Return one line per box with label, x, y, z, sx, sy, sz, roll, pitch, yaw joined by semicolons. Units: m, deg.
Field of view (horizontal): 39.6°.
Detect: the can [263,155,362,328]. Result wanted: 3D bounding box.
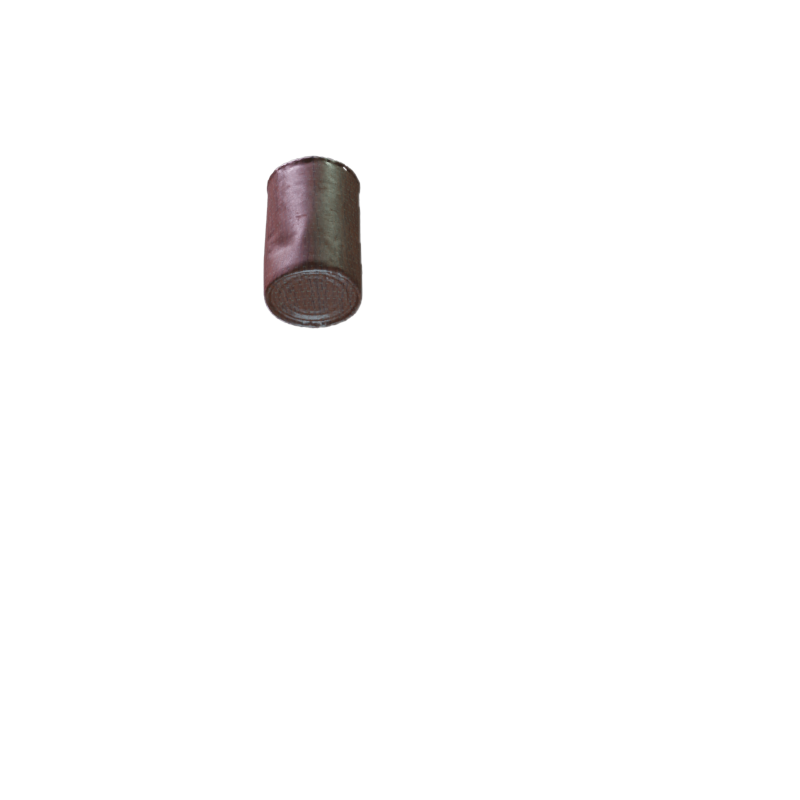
can;-0.060;-0.110;0.770;0.068;0.110;0.064;-1;-36;-3
